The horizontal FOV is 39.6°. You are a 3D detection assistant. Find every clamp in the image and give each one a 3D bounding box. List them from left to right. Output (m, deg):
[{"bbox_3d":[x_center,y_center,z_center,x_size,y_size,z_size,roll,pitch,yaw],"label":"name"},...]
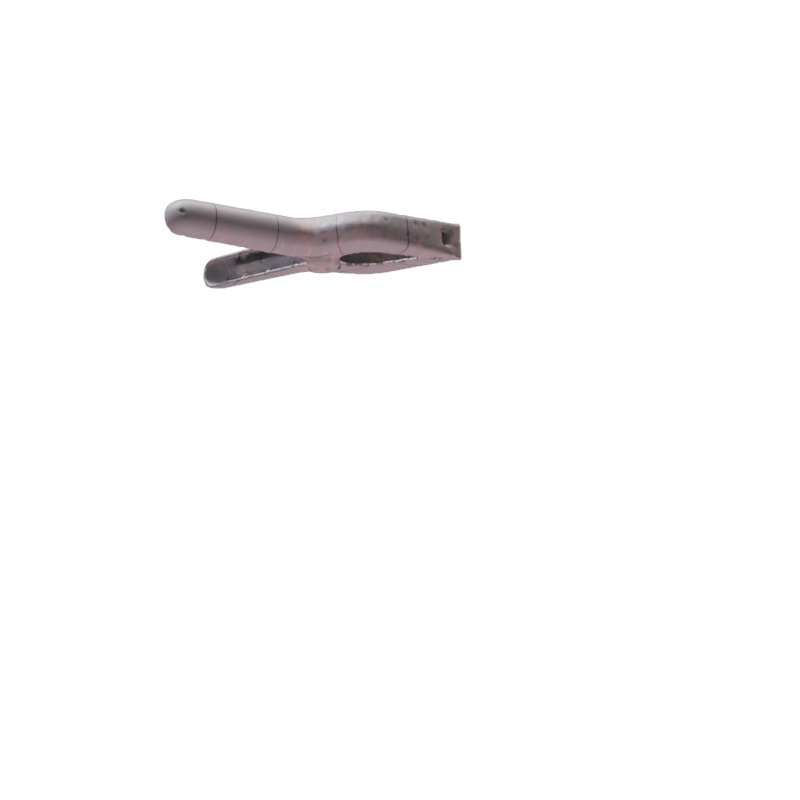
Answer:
[{"bbox_3d":[-0.063,-0.115,0.803,0.212,0.037,0.158,-1,-9,9],"label":"clamp"}]
